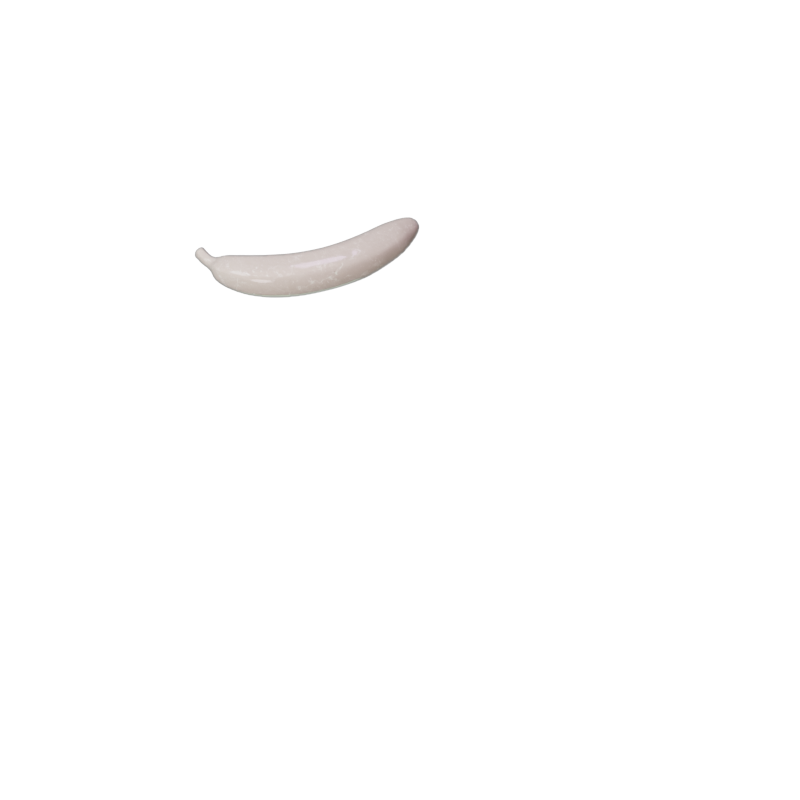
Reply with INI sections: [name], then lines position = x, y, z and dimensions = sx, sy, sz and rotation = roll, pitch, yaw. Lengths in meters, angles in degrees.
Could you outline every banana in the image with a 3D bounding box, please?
[banana]
position = -0.075, -0.121, 0.948
dimensions = 0.196, 0.075, 0.034
rotation = -8, -35, -6
